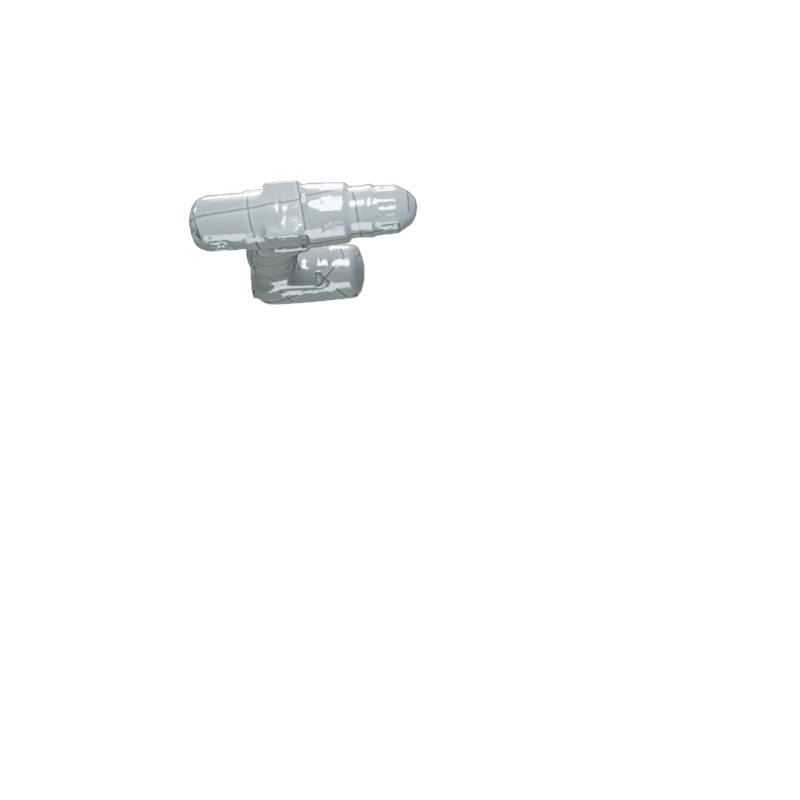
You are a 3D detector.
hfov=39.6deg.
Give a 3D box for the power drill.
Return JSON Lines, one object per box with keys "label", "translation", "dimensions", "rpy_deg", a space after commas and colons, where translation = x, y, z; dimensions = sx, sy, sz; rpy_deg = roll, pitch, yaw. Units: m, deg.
{"label": "power drill", "translation": [-0.075, -0.137, 0.960], "dimensions": [0.186, 0.060, 0.179], "rpy_deg": [-1, -14, 5]}
